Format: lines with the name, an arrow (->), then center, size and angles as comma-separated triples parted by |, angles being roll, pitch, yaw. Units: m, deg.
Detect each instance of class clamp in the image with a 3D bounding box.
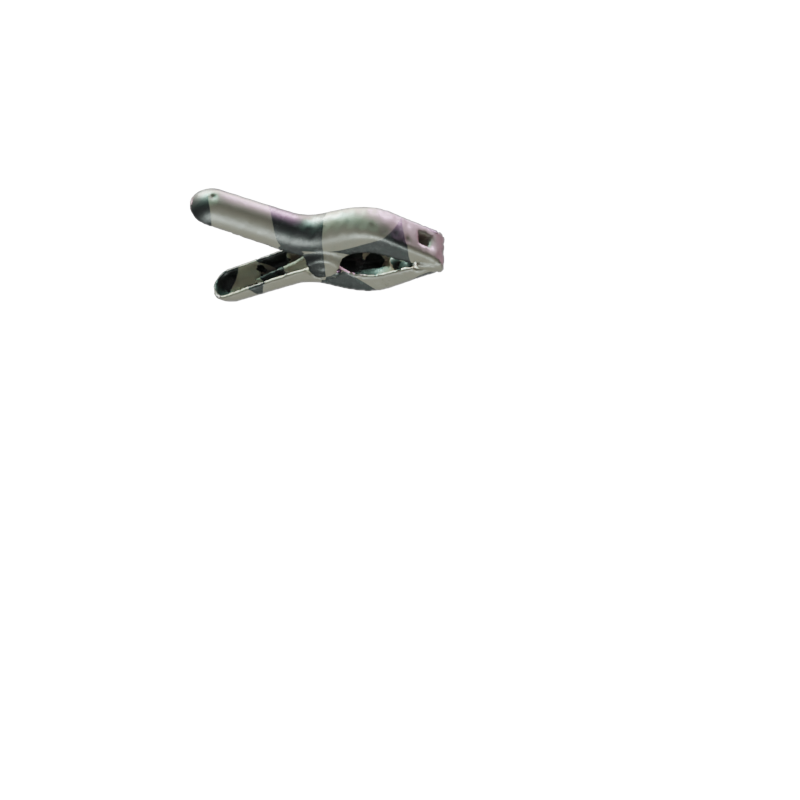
clamp -> -0.059, -0.107, 0.747 | 0.173, 0.041, 0.112 | -4, -22, 10
